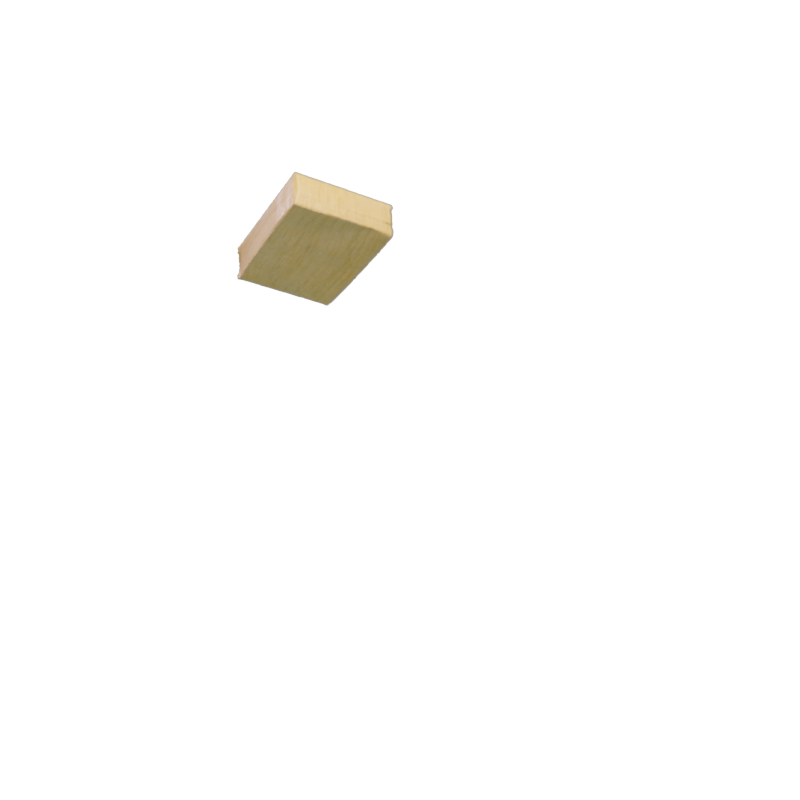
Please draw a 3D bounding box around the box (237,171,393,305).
[{"bbox_3d":[-0.071,-0.129,0.907,0.086,0.042,0.110,18,-40,-24],"label":"box"}]
